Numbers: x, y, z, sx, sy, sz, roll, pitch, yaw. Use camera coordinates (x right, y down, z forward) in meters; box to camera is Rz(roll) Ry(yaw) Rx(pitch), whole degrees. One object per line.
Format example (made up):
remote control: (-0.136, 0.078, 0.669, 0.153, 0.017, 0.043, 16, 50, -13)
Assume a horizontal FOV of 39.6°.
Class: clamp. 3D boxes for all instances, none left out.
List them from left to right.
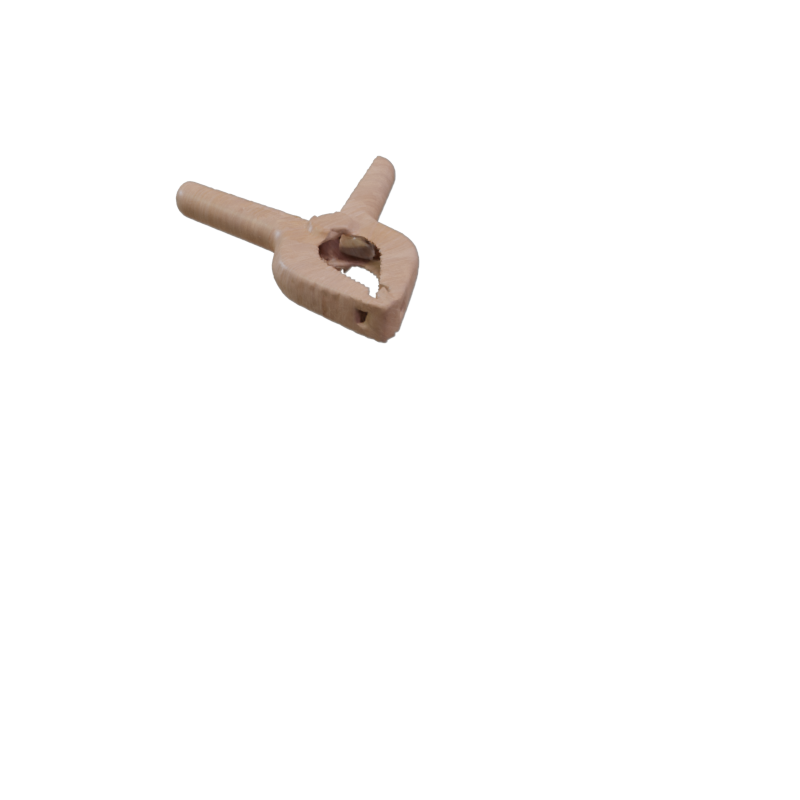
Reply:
clamp: (-0.057, -0.105, 0.733, 0.162, 0.034, 0.226, -8, 36, -12)
